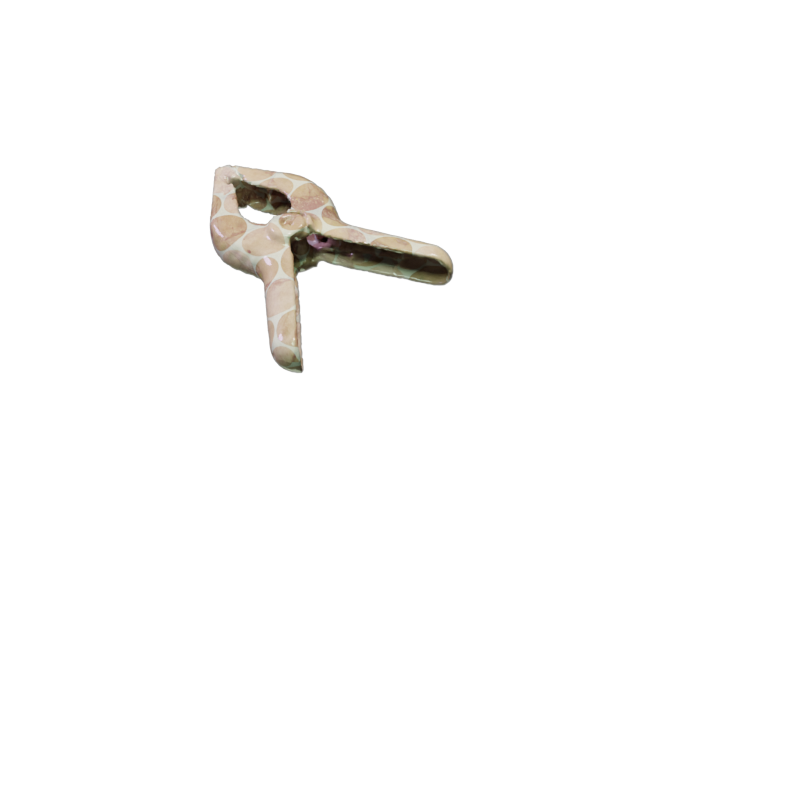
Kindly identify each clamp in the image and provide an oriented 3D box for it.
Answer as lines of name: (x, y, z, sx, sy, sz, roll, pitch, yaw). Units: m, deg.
clamp: (-0.053, -0.096, 0.672, 0.119, 0.036, 0.185, -21, 50, -19)
